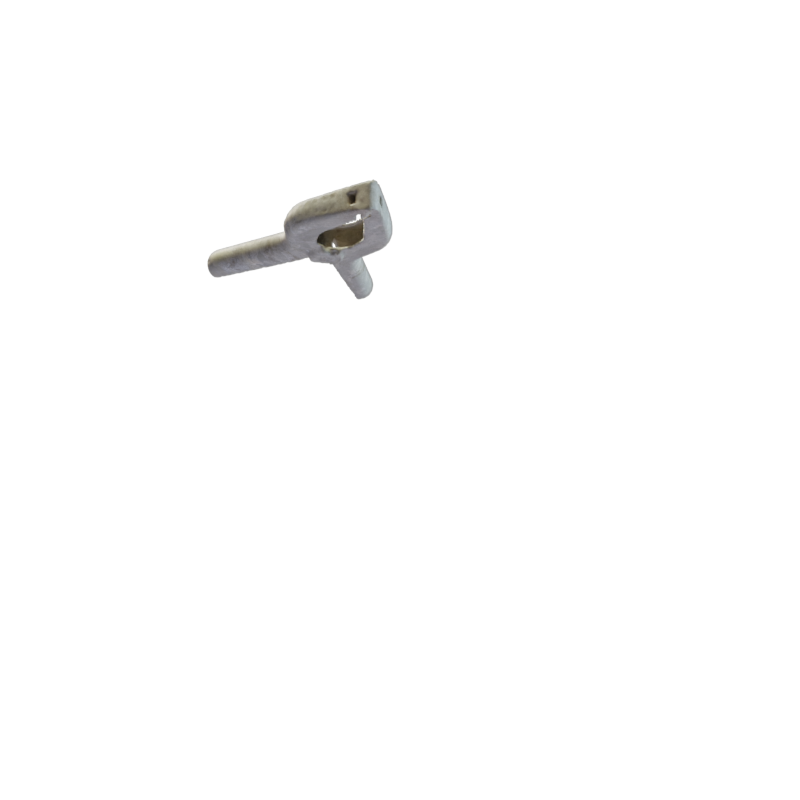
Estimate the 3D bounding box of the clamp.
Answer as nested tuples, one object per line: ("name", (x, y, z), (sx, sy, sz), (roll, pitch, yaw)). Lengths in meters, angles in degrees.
("clamp", (-0.077, -0.140, 0.983), (0.161, 0.038, 0.205), (5, -17, -16))
